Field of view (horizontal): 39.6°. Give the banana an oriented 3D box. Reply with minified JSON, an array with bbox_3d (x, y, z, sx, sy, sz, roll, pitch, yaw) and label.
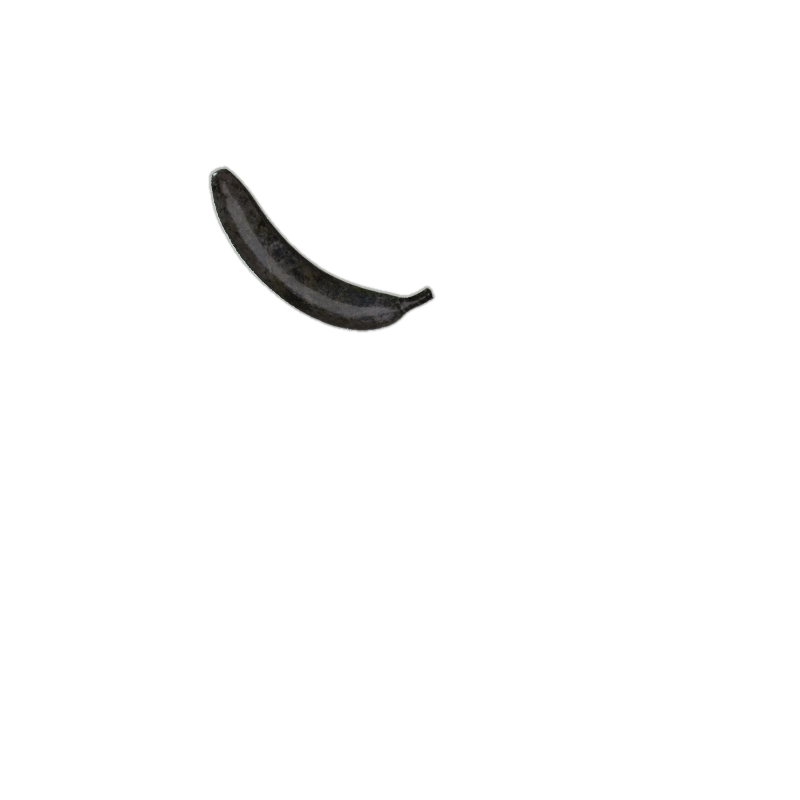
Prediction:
[{"bbox_3d":[-0.074,-0.107,0.873,0.196,0.069,0.037,30,7,-4],"label":"banana"}]
